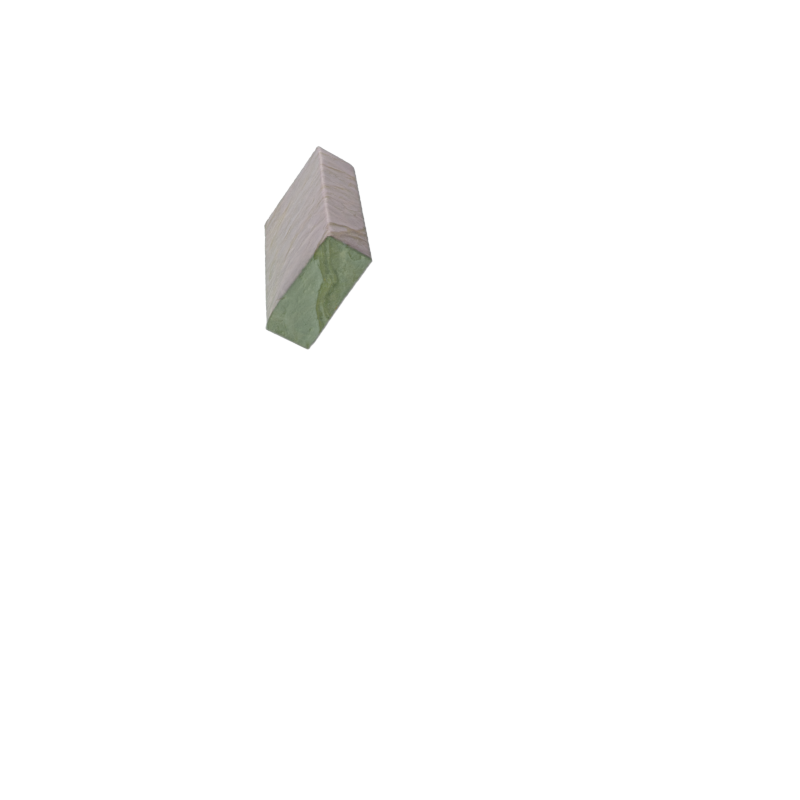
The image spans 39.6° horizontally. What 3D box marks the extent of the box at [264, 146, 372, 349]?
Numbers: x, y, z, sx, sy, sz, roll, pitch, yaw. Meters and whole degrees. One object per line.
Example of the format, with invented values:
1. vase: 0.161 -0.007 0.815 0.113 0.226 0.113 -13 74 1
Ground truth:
1. box: -0.069 -0.127 0.890 0.046 0.091 0.187 29 25 -20
